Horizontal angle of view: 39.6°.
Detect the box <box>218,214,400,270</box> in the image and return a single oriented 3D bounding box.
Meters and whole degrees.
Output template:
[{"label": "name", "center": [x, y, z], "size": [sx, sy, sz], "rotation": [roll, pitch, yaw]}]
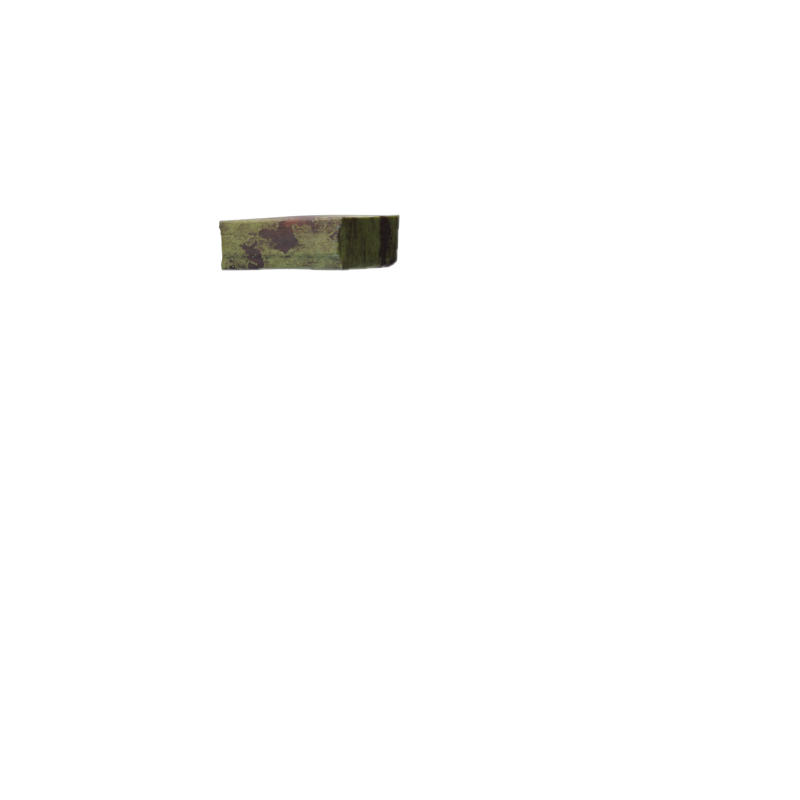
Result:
[{"label": "box", "center": [-0.060, -0.109, 0.764], "size": [0.092, 0.039, 0.111], "rotation": [3, 8, 21]}]
